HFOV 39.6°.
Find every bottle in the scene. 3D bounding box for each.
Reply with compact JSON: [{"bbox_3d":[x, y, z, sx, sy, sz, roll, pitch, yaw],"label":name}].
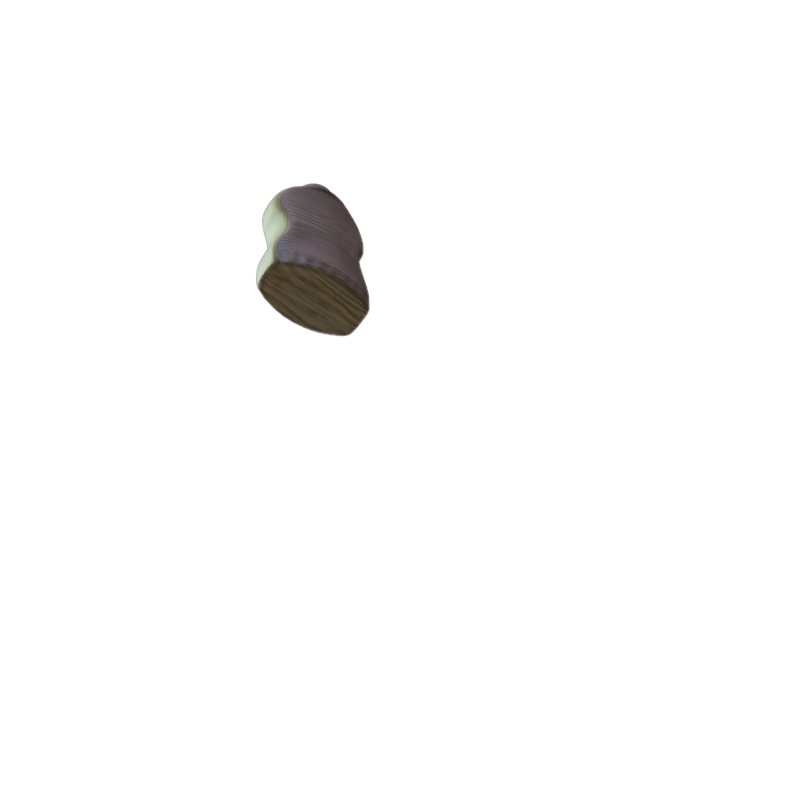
[{"bbox_3d":[-0.077,-0.140,0.980,0.092,0.057,0.205,25,31,-20],"label":"bottle"}]
